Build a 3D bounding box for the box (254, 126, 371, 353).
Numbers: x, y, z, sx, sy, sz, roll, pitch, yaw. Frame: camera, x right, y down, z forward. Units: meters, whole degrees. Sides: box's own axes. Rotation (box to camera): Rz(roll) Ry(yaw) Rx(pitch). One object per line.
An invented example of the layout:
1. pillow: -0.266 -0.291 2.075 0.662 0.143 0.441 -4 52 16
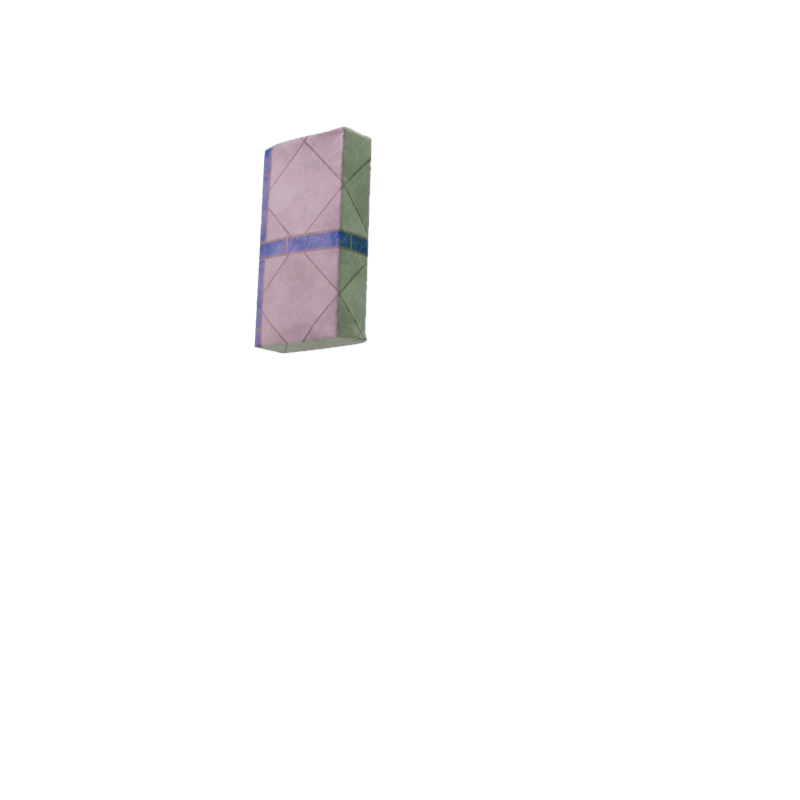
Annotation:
1. box: -0.072 -0.131 0.920 0.096 0.182 0.045 -10 -15 37
